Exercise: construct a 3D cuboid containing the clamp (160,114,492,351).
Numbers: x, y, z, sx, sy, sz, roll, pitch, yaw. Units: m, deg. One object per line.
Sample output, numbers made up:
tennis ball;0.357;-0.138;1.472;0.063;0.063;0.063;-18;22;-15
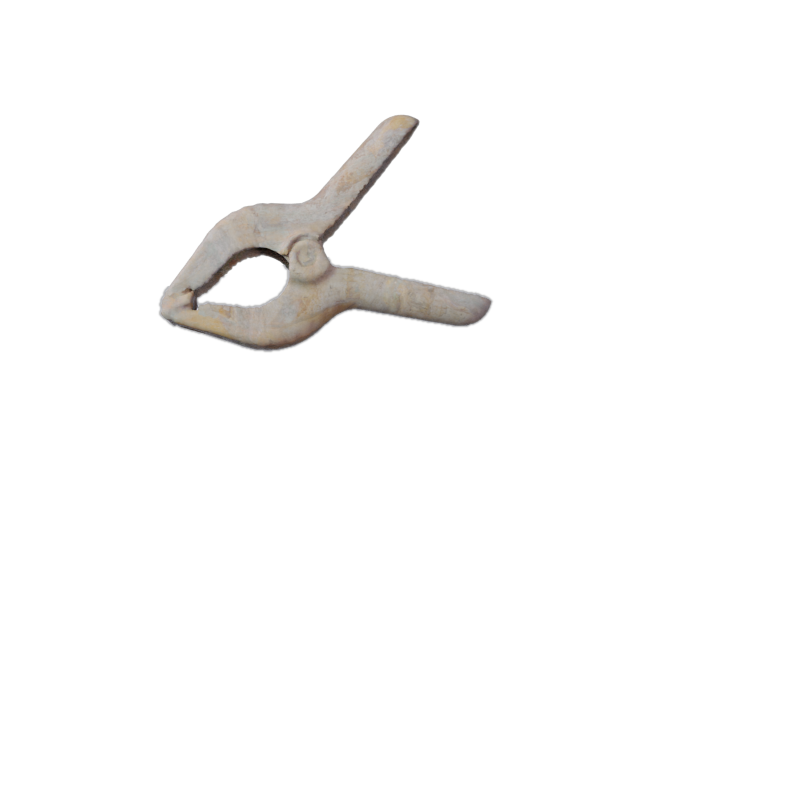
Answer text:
clamp;-0.046;-0.085;0.594;0.171;0.126;0.038;-11;-18;-4
